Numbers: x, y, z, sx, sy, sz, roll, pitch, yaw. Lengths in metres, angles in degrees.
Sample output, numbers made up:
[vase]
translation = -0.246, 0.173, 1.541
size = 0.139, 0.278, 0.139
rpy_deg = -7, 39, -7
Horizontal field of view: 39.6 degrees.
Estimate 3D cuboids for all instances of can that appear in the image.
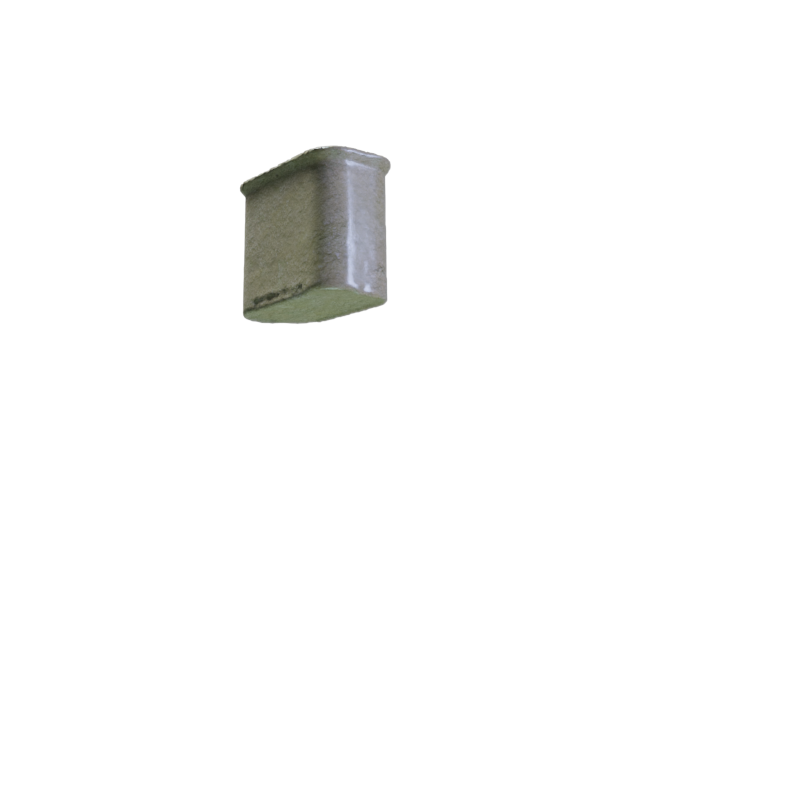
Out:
[can]
translation = -0.052, -0.094, 0.657
size = 0.055, 0.087, 0.104
rpy_deg = 10, -15, -38
